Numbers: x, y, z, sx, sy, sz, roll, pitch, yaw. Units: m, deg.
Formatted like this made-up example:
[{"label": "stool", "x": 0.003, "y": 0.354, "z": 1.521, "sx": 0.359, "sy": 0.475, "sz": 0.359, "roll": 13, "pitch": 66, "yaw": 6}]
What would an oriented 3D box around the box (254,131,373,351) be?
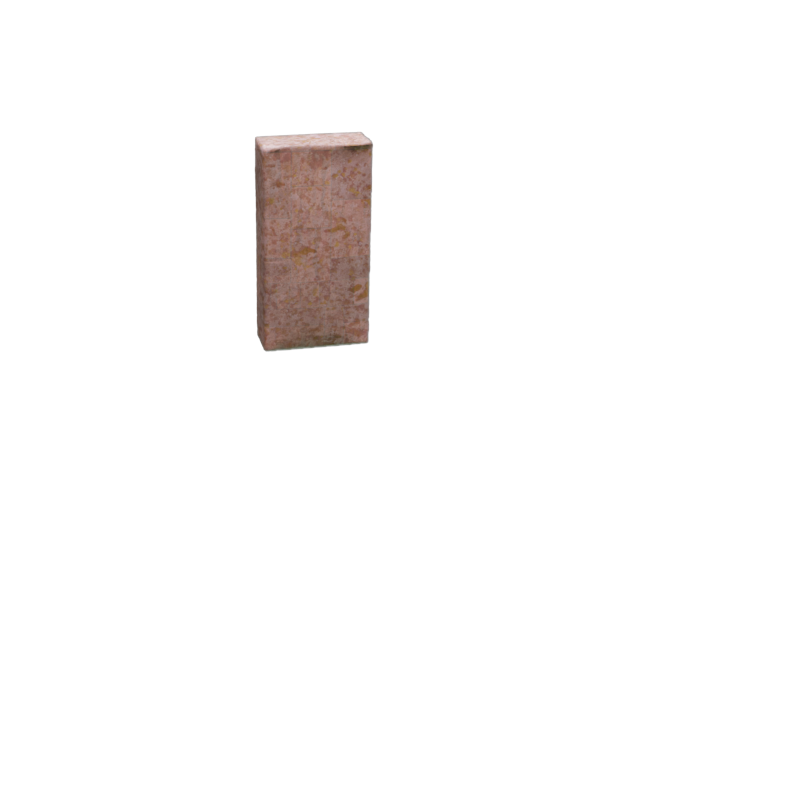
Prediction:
[{"label": "box", "x": -0.072, "y": -0.131, "z": 0.920, "sx": 0.092, "sy": 0.168, "sz": 0.051, "roll": -4, "pitch": 23, "yaw": -13}]
